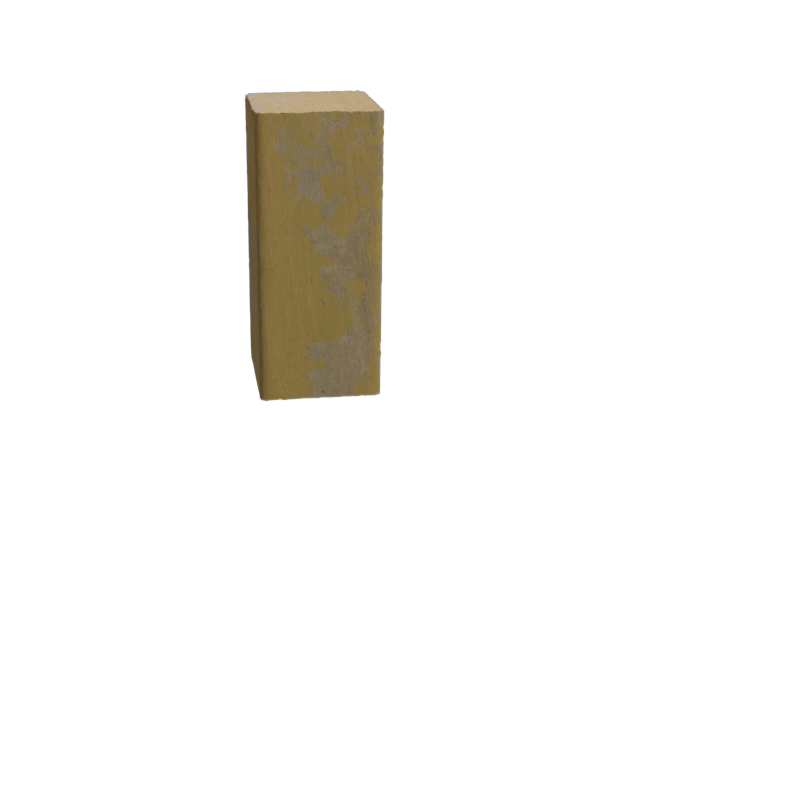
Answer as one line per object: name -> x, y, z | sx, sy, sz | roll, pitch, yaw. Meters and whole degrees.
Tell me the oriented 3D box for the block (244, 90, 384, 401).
block -> -0.064, -0.115, 0.803 | 0.089, 0.198, 0.096 | -2, 19, -10
